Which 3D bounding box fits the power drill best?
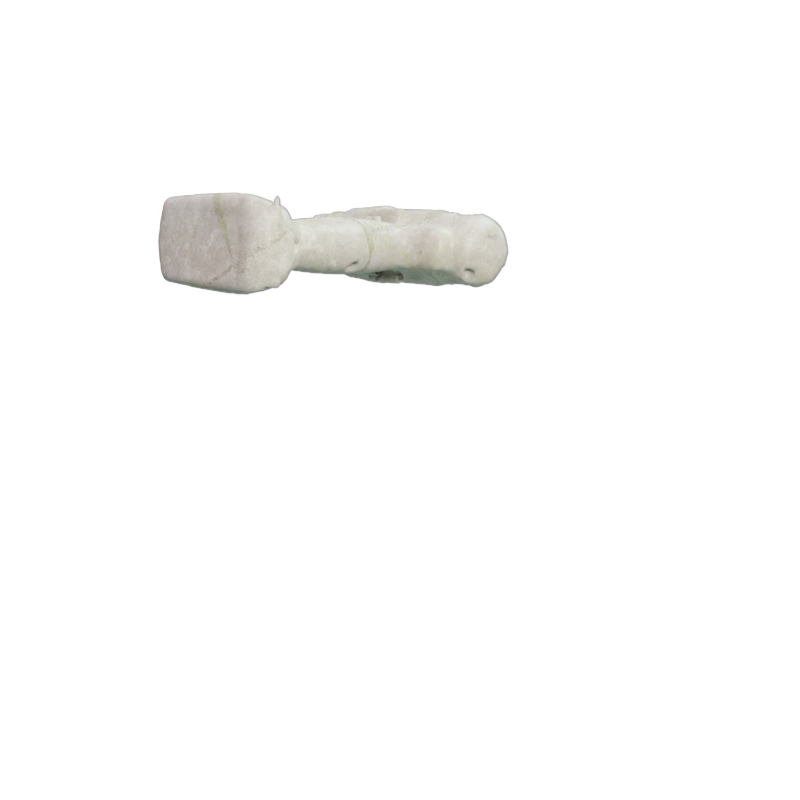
[{"bbox_3d":[-0.055,-0.101,0.705,0.181,0.057,0.193,-7,11,-40],"label":"power drill"}]
